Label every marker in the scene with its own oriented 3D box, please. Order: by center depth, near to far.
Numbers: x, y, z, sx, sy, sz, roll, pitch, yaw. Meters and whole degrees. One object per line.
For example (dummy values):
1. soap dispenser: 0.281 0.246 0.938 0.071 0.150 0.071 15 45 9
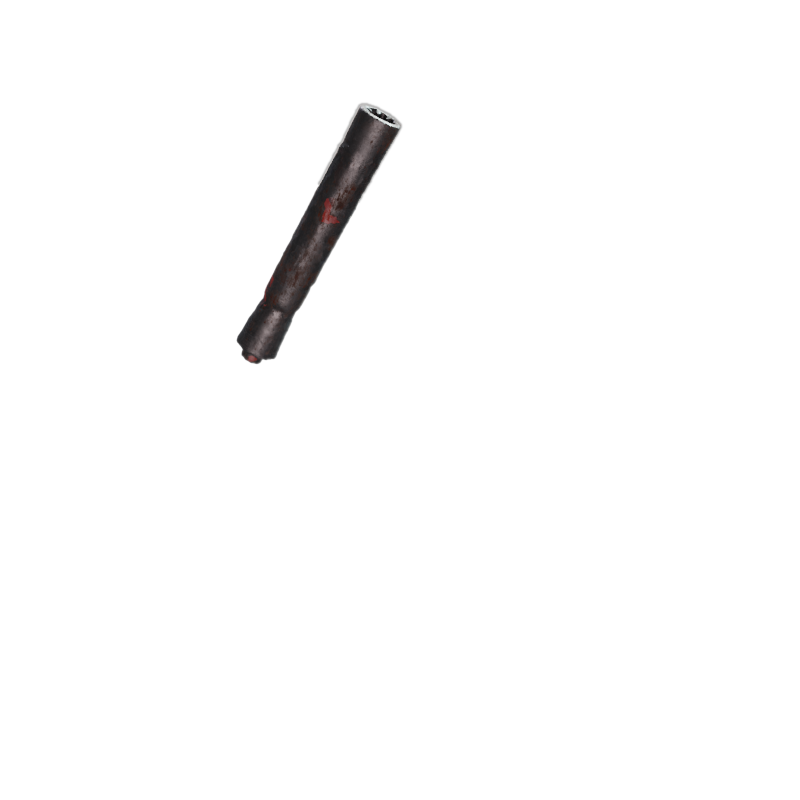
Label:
1. marker: -0.036 -0.066 0.459 0.019 0.118 0.021 26 20 -14
